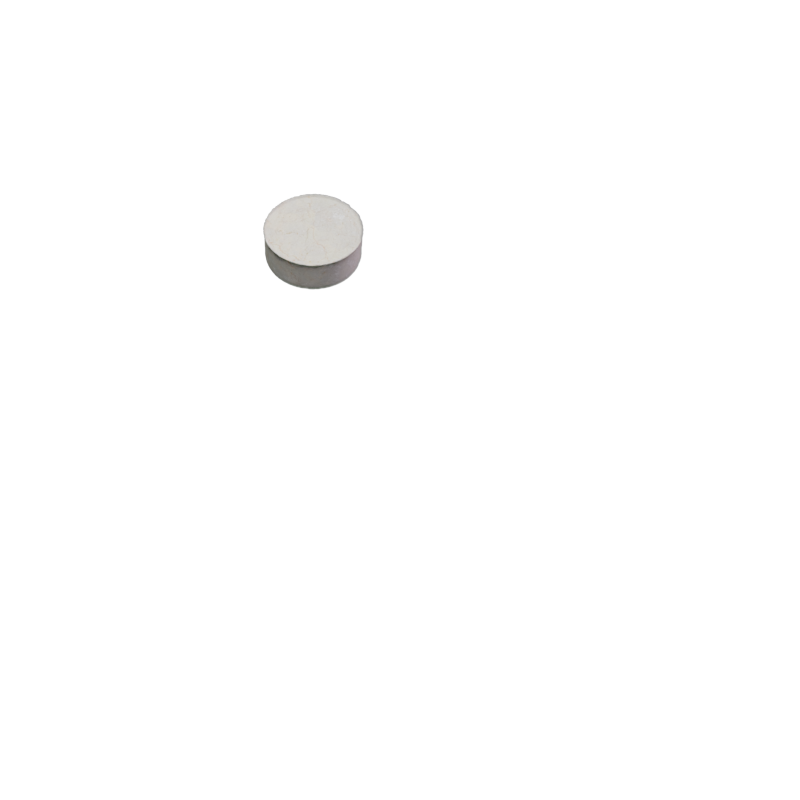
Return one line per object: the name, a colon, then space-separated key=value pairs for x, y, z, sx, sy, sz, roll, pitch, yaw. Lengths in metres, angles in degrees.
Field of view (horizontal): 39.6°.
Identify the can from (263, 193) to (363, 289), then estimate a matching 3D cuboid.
can: x=-0.075 y=-0.137 z=0.959 sx=0.086 sy=0.092 sz=0.031 roll=-1 pitch=-40 yaw=-1
